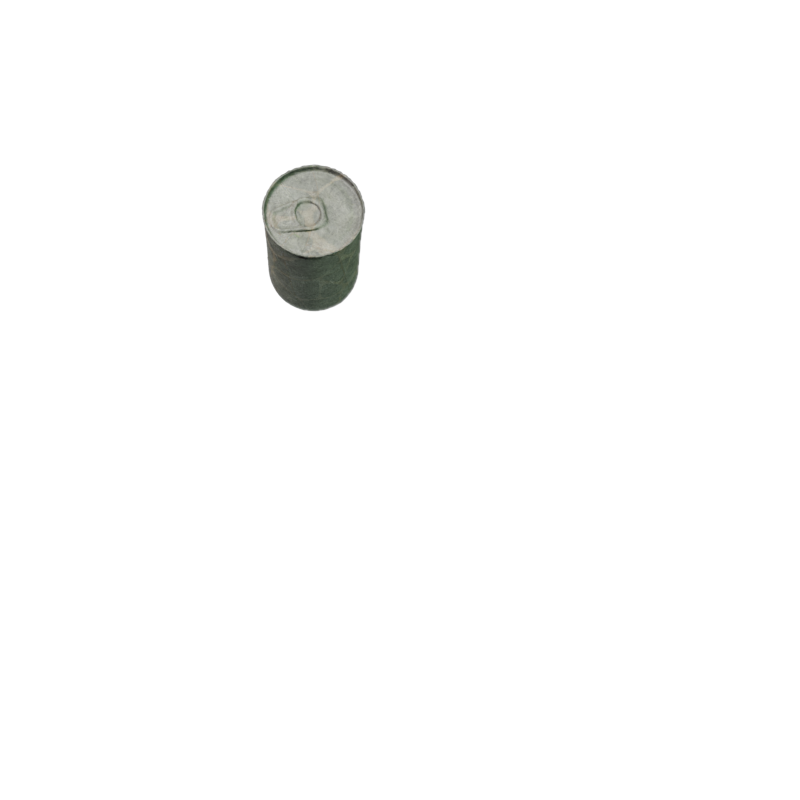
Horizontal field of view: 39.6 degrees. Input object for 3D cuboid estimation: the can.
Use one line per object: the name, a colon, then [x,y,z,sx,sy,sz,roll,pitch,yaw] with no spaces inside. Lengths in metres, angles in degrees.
can: [-0.061,-0.110,0.773,0.068,0.072,0.097,0,-20,-3]
